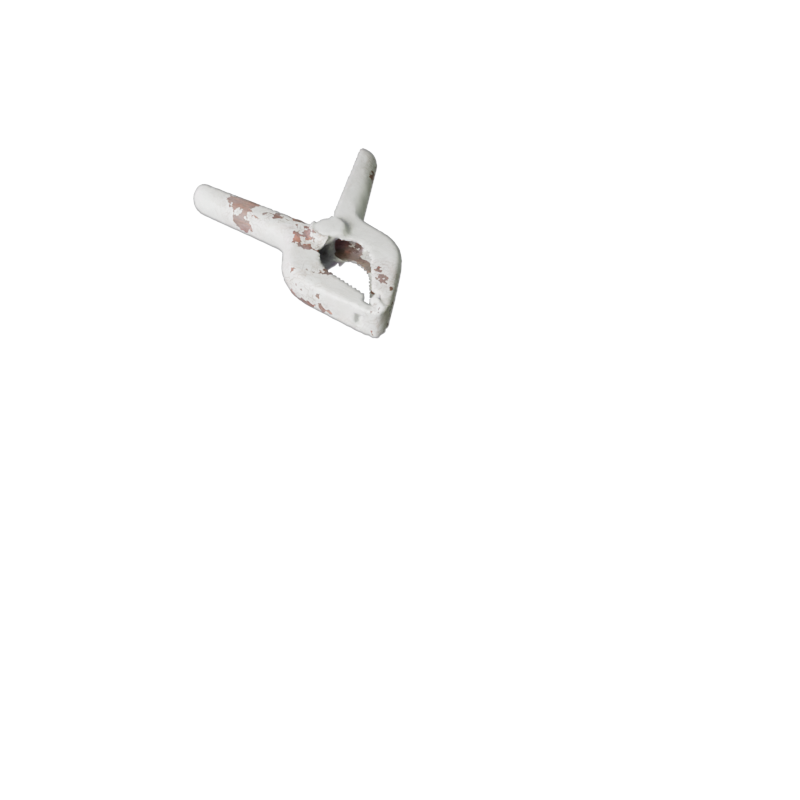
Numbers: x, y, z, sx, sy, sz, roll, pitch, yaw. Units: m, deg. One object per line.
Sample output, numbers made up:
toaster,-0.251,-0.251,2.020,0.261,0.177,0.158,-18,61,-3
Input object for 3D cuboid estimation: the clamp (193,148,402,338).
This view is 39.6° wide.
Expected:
clamp,-0.069,-0.127,0.886,0.163,0.034,0.228,-12,46,-12
